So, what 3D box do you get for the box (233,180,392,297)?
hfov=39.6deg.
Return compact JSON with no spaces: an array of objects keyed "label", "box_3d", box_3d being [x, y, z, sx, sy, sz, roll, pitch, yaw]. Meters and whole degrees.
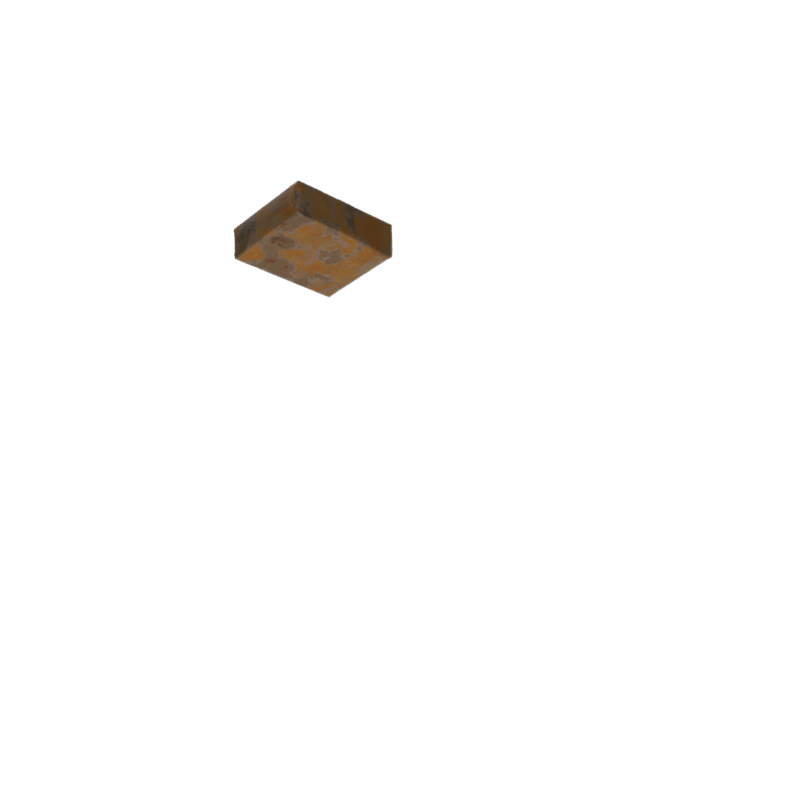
[{"label":"box","box_3d":[-0.076,-0.139,0.971,0.107,0.041,0.089,23,-37,-36]}]
